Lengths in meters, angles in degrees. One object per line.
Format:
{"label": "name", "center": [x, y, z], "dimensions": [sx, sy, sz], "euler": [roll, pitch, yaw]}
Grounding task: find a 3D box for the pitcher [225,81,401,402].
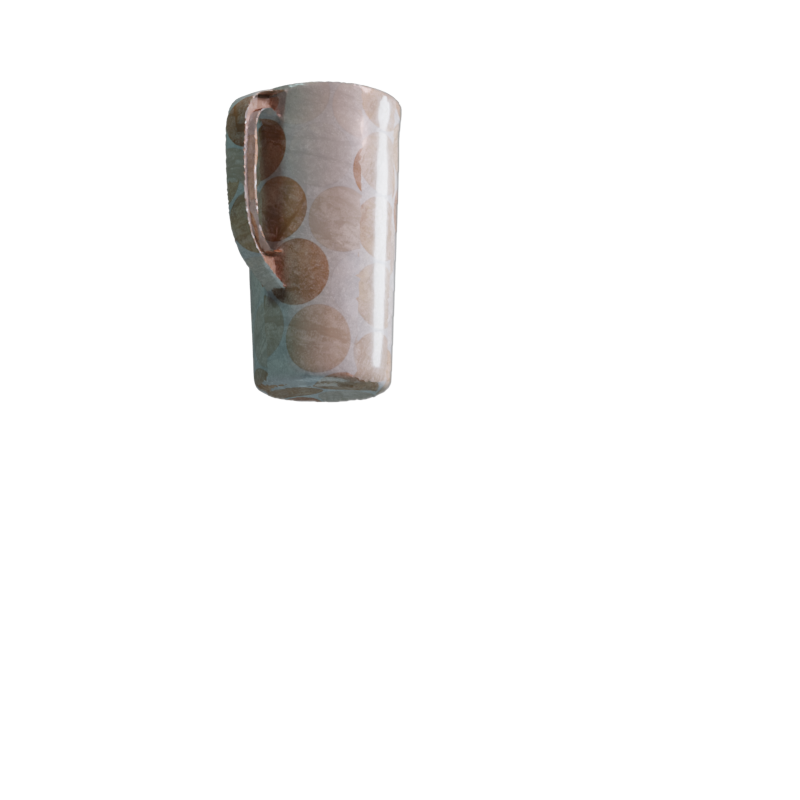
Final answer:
{"label": "pitcher", "center": [-0.070, -0.127, 0.889], "dimensions": [0.147, 0.252, 0.142], "euler": [1, -14, -9]}
